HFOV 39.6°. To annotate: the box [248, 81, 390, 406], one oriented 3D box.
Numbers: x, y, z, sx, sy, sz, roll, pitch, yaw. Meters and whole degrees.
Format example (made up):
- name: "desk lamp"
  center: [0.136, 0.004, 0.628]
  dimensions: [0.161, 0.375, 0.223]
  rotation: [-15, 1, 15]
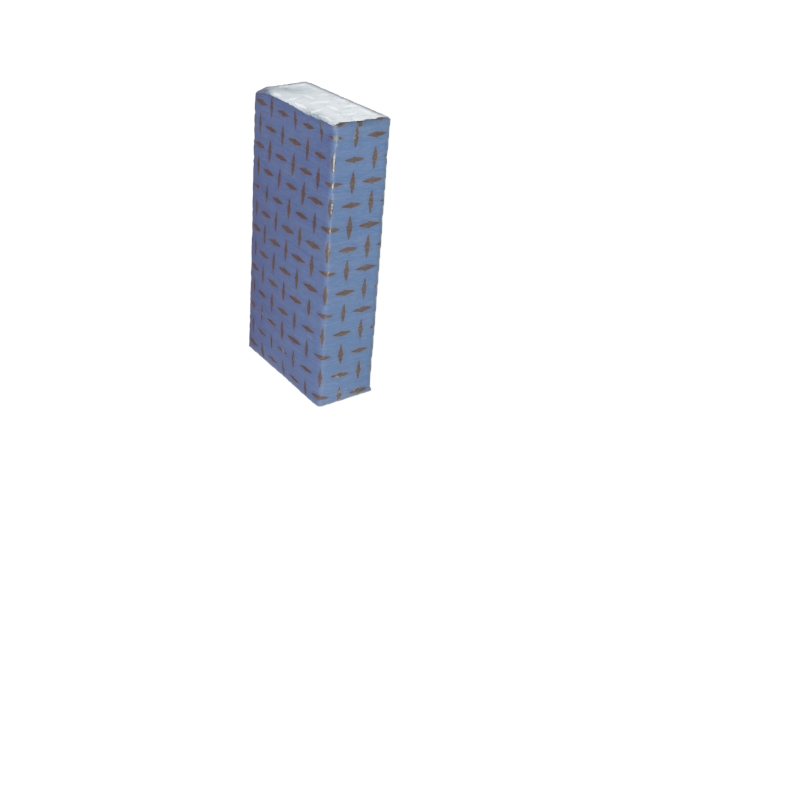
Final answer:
- name: "box"
  center: [-0.053, -0.096, 0.672]
  dimensions: [0.047, 0.167, 0.100]
  rotation: [-14, 29, -31]
